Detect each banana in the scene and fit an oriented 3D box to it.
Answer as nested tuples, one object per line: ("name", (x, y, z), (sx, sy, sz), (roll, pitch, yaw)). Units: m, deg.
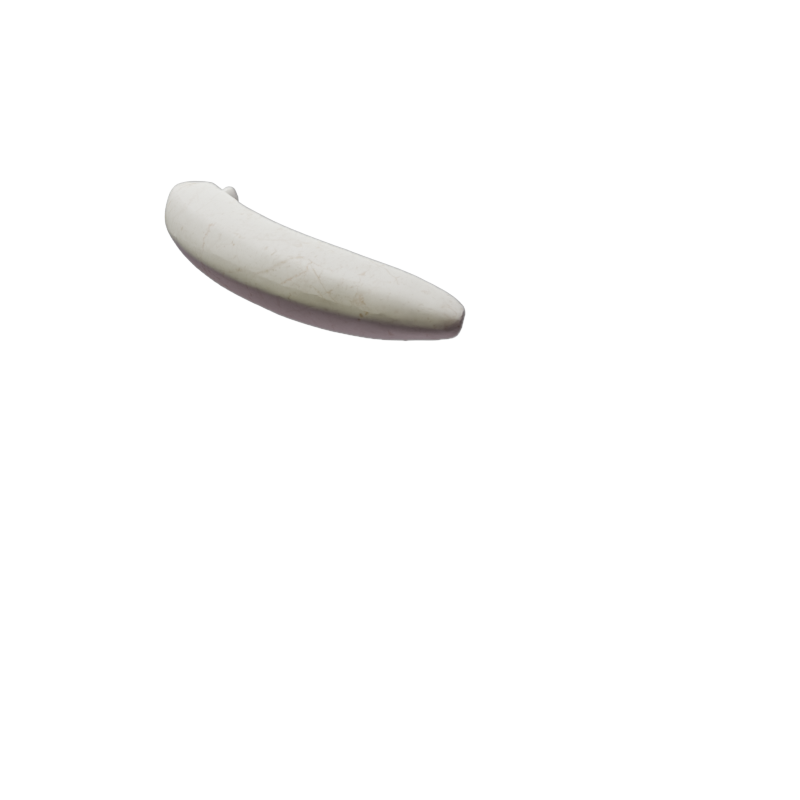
("banana", (-0.058, -0.070, 0.512), (0.068, 0.035, 0.212), (-19, 35, -31))
